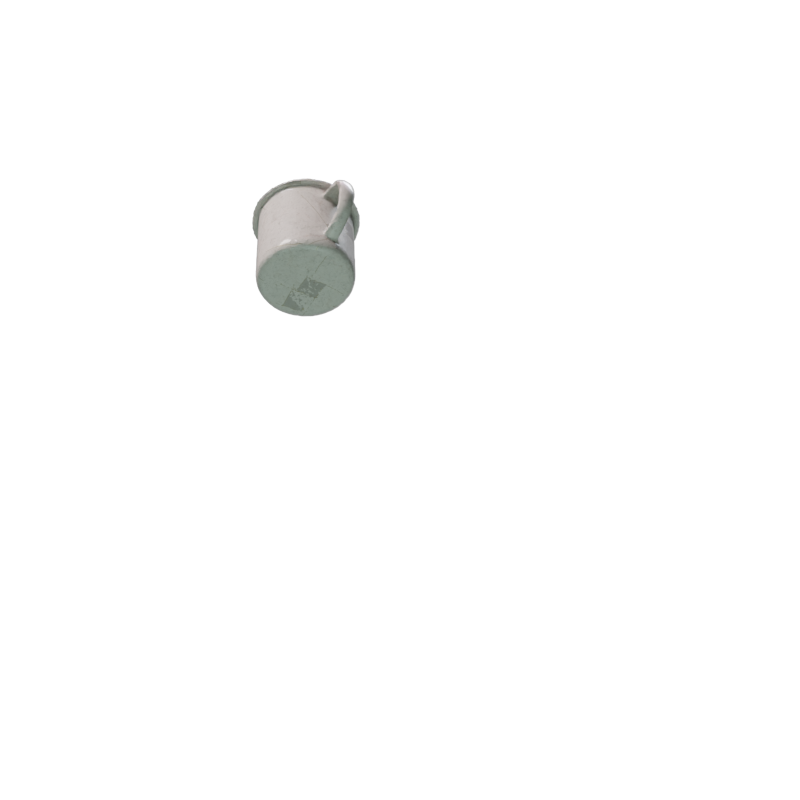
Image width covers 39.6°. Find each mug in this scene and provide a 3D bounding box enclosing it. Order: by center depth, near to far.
[{"bbox_3d":[-0.072,-0.132,0.922,0.089,0.087,0.114,26,-54,-23],"label":"mug"}]
